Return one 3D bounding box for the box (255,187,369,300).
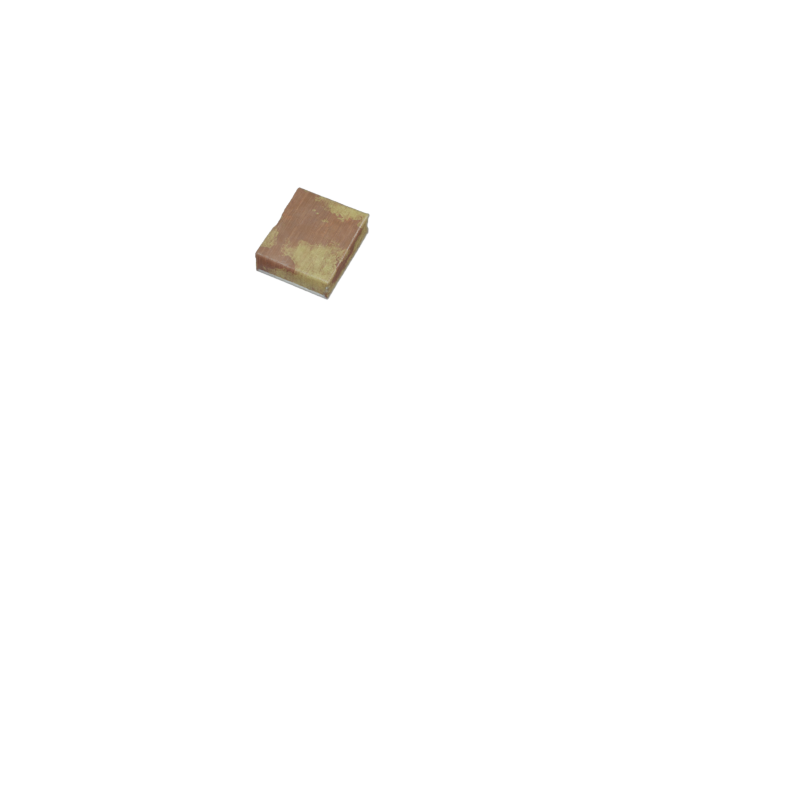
[{"bbox_3d":[-0.078,-0.142,0.996,0.075,0.093,0.028,22,-31,13],"label":"box"}]
